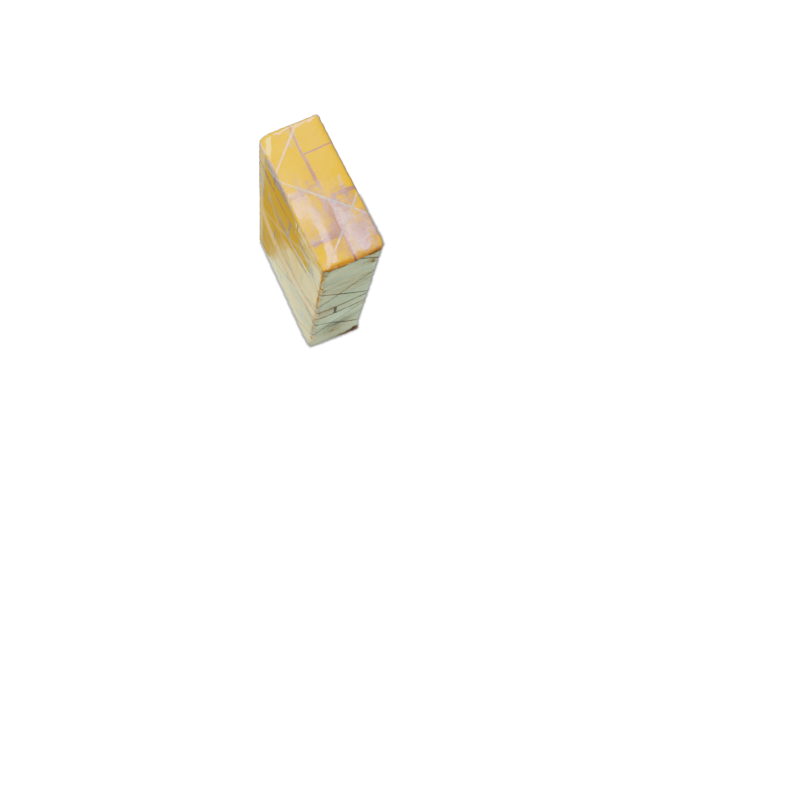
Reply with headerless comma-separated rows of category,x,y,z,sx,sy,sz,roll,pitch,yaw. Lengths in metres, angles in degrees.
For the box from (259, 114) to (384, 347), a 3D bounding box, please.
box,-0.056,-0.102,0.712,0.048,0.097,0.170,-24,-11,-9
